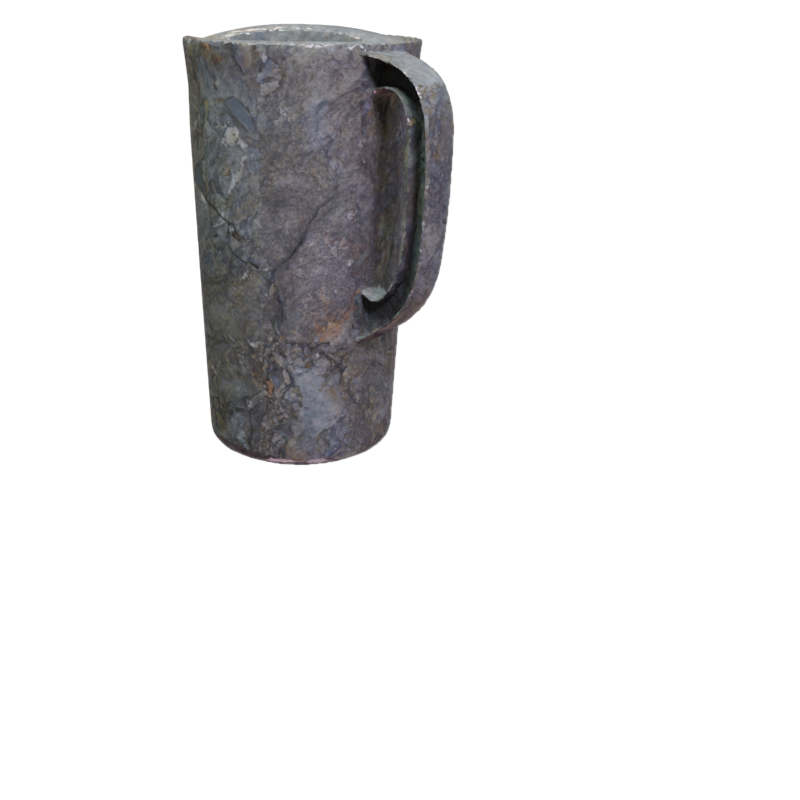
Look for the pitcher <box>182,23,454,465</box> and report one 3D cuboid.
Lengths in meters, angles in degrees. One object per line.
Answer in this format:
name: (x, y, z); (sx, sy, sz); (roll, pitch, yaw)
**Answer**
pitcher: (-0.049, -0.090, 0.632); (0.145, 0.235, 0.154); (1, 15, -1)
